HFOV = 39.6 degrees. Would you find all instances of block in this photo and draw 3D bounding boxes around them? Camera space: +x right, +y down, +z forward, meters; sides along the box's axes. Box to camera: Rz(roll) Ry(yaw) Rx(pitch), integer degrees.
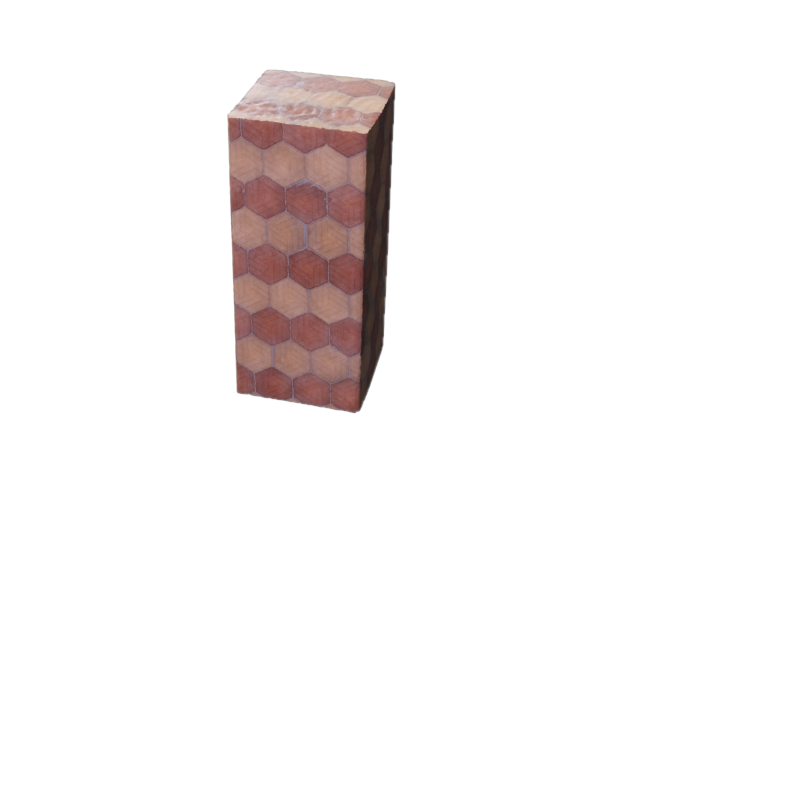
[{"bbox_3d":[-0.058,-0.107,0.745,0.092,0.194,0.094,8,32,10],"label":"block"}]
